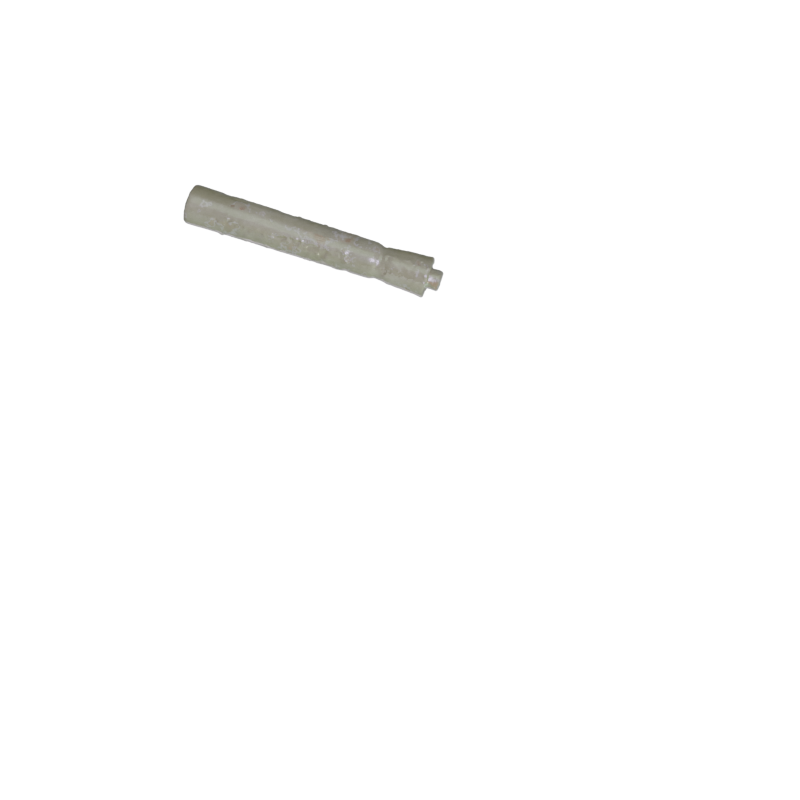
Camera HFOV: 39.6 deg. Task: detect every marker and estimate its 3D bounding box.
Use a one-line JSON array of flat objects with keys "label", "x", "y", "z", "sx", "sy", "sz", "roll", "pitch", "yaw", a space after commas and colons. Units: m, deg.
[{"label": "marker", "x": -0.040, "y": -0.072, "z": 0.506, "sx": 0.123, "sy": 0.020, "sz": 0.020, "roll": 18, "pitch": 6, "yaw": 8}]
